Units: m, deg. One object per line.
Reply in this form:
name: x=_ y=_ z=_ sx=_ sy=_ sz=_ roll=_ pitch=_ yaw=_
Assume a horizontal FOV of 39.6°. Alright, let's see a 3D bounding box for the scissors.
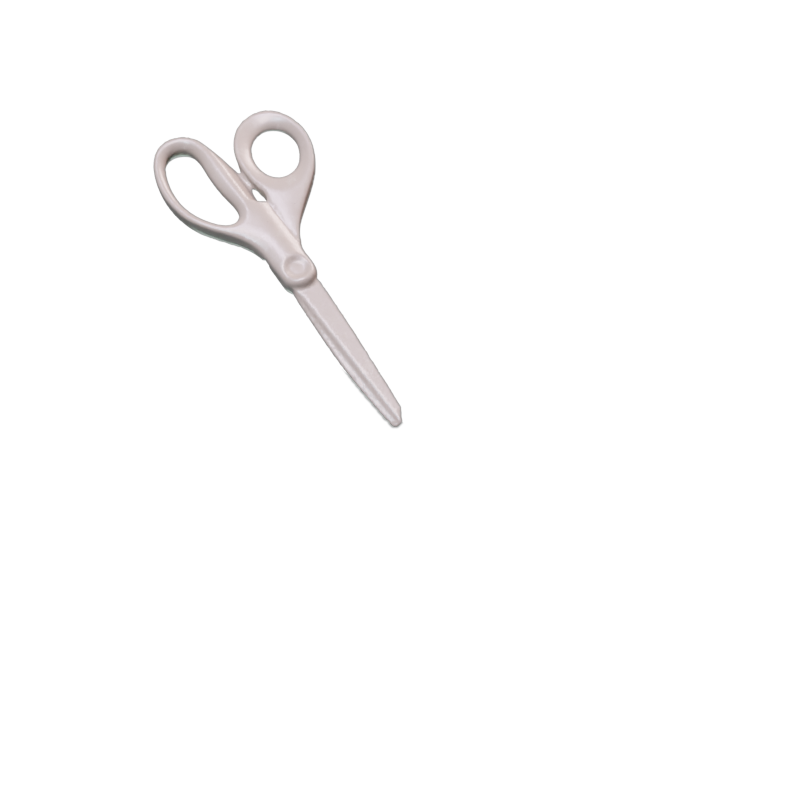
scissors: x=-0.046 y=-0.083 z=0.584 sx=0.212 sy=0.097 sz=0.015 roll=40 pitch=-21 yaw=19
